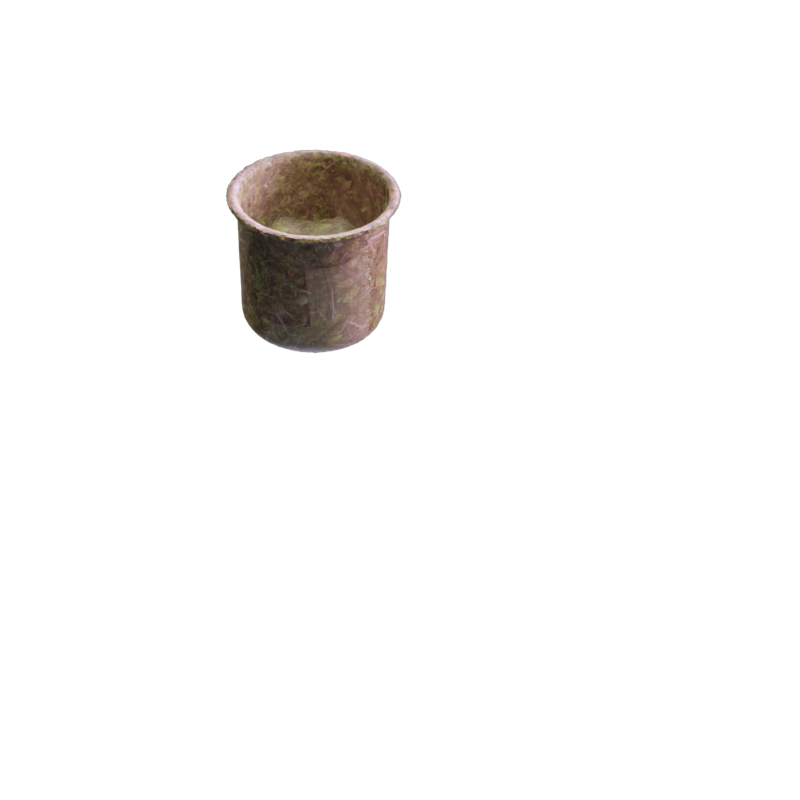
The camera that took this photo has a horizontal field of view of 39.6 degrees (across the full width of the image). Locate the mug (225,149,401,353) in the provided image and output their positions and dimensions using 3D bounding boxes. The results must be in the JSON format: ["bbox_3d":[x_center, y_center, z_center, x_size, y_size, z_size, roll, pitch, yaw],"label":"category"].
[{"bbox_3d":[-0.049,-0.089,0.622,0.093,0.076,0.126,-1,39,-3],"label":"mug"}]
